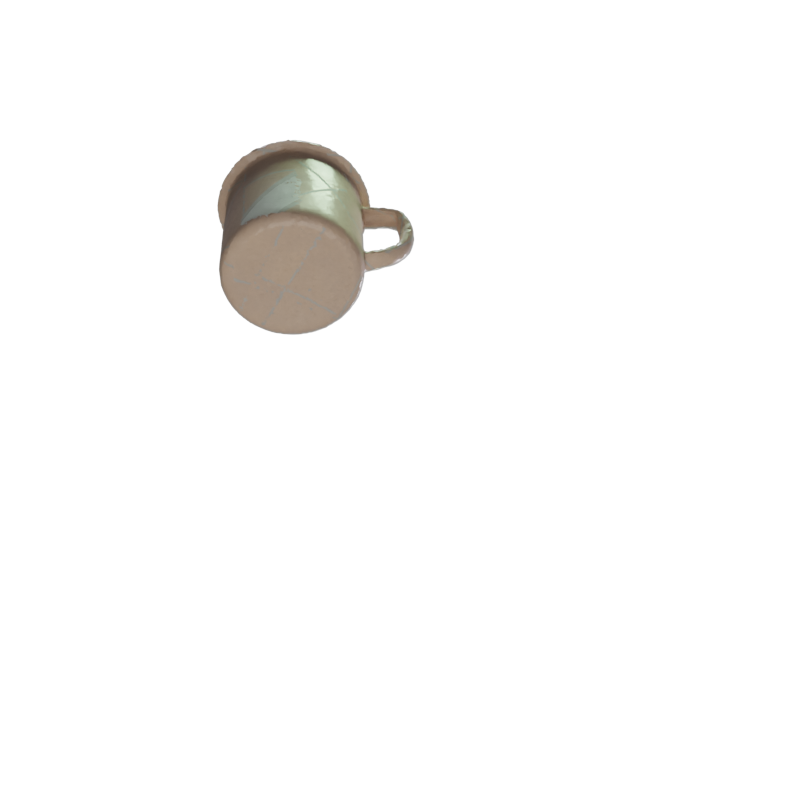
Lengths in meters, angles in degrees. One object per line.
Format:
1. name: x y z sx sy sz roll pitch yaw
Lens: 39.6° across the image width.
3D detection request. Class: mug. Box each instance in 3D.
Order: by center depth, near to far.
1. mug: -0.051 -0.092 0.646 0.117 0.087 0.087 0 35 -2
